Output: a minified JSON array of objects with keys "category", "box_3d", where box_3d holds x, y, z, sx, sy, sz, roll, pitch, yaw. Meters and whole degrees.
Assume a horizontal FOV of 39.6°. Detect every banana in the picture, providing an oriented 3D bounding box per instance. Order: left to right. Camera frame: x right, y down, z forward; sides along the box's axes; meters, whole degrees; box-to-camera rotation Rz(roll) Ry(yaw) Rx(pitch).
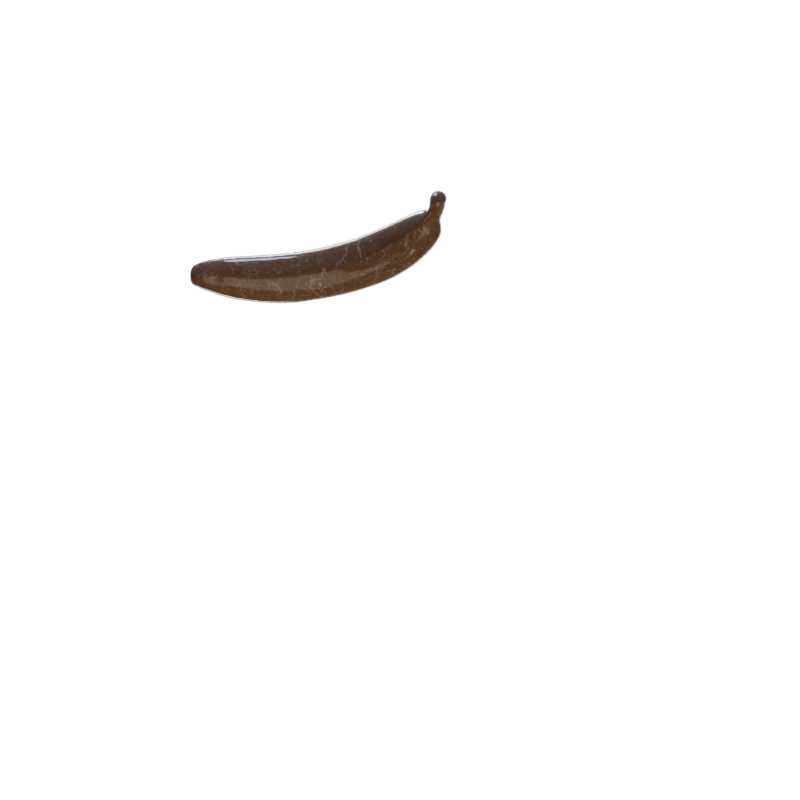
[{"category":"banana","box_3d":[-0.052,-0.103,0.802,0.199,0.039,0.064,-16,-46,16]}]
